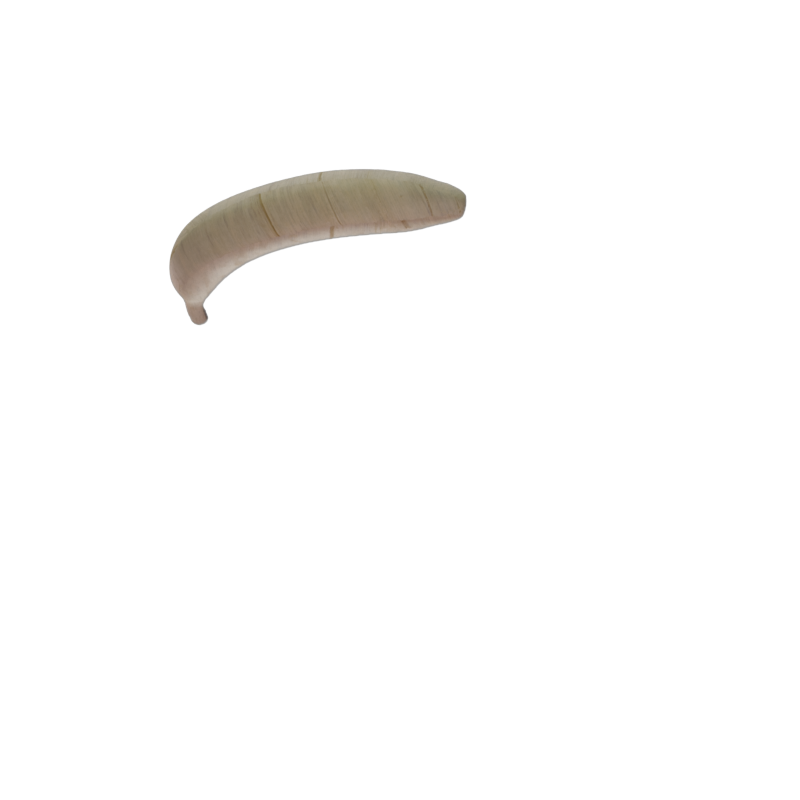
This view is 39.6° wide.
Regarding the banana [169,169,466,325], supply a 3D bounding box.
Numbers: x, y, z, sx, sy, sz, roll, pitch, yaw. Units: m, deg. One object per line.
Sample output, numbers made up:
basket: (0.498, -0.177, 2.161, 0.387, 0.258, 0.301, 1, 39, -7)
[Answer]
banana: (-0.063, -0.094, 0.615, 0.200, 0.039, 0.065, -16, -29, 32)
